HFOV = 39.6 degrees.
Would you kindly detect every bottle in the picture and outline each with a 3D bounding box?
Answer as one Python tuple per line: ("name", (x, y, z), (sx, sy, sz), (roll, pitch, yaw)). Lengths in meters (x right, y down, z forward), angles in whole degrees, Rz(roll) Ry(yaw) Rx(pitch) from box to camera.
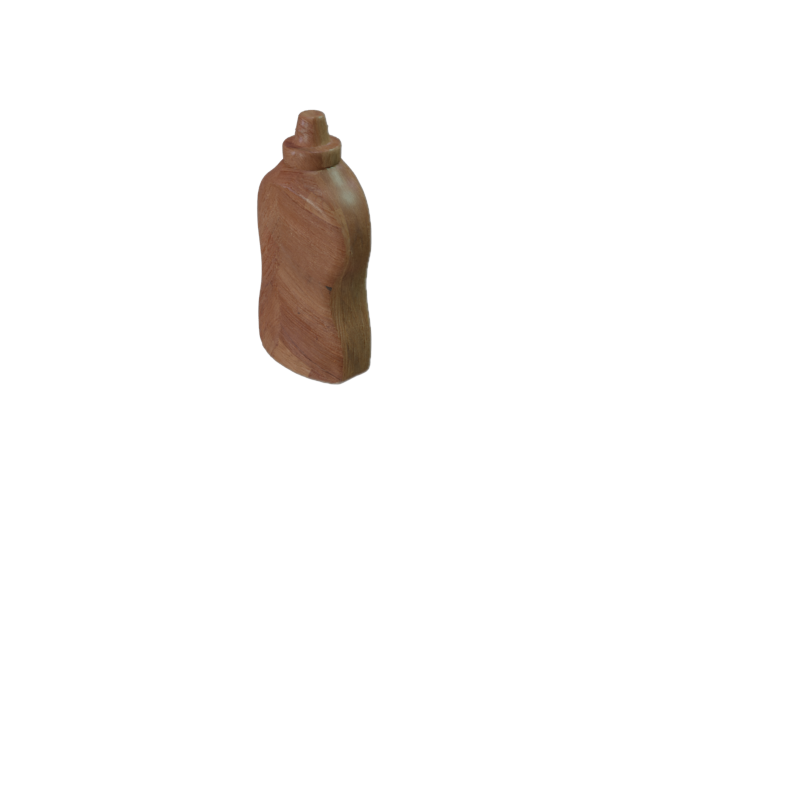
("bottle", (-0.062, -0.112, 0.788), (0.058, 0.181, 0.103), (-20, 35, -37))
